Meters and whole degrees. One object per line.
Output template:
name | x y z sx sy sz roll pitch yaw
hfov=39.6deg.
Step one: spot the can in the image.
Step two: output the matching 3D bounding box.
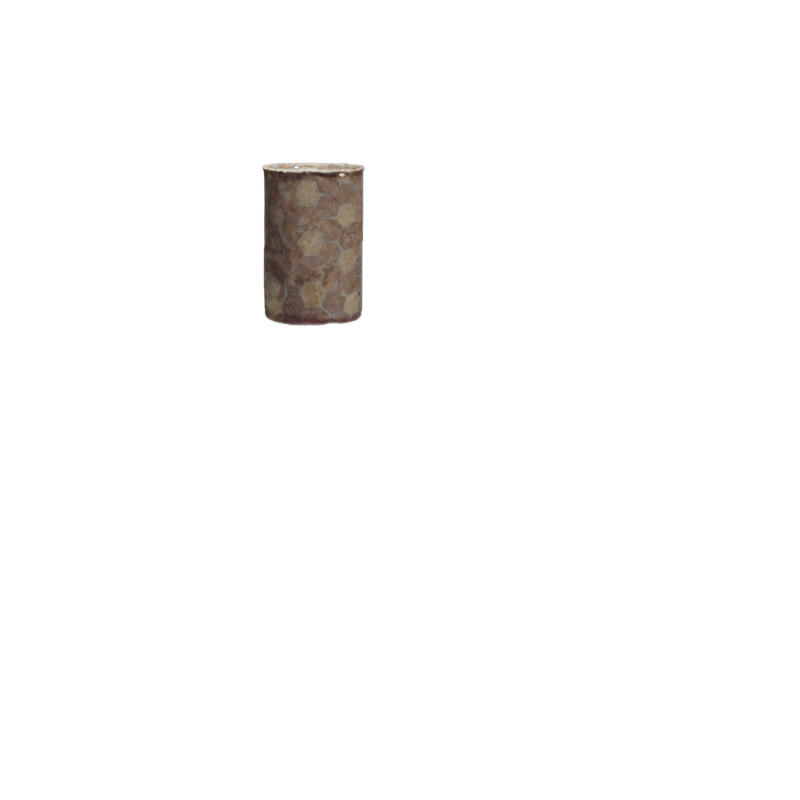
can | -0.058 -0.106 0.743 0.068 0.100 0.070 0 11 -2
